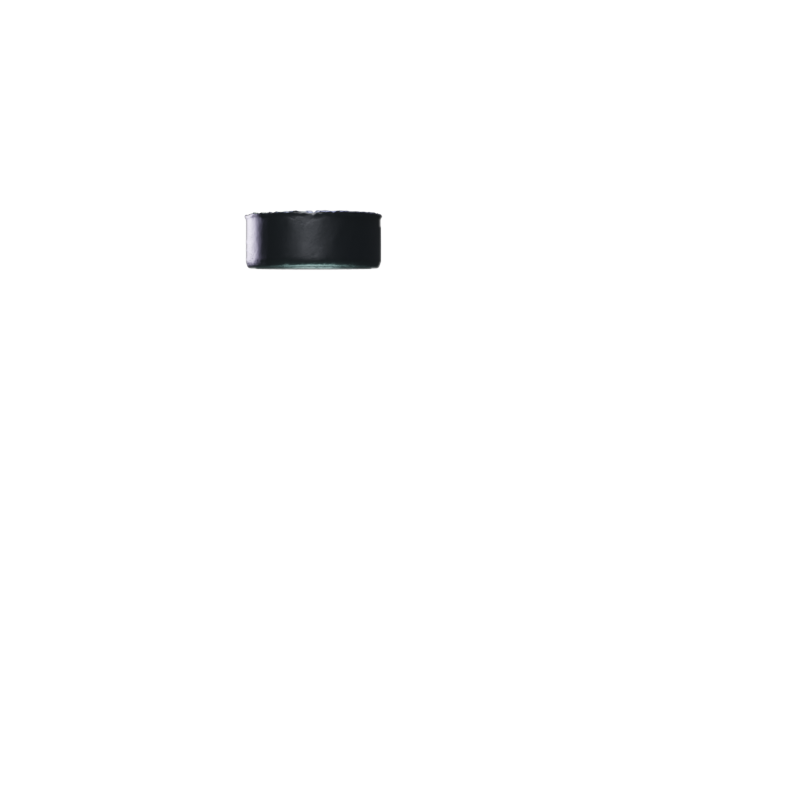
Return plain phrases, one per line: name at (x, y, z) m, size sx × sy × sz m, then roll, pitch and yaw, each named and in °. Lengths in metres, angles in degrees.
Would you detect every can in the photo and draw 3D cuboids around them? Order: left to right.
can at (-0.054, -0.099, 0.692) m, size 0.086 × 0.034 × 0.086 m, roll 0°, pitch 4°, yaw -2°
